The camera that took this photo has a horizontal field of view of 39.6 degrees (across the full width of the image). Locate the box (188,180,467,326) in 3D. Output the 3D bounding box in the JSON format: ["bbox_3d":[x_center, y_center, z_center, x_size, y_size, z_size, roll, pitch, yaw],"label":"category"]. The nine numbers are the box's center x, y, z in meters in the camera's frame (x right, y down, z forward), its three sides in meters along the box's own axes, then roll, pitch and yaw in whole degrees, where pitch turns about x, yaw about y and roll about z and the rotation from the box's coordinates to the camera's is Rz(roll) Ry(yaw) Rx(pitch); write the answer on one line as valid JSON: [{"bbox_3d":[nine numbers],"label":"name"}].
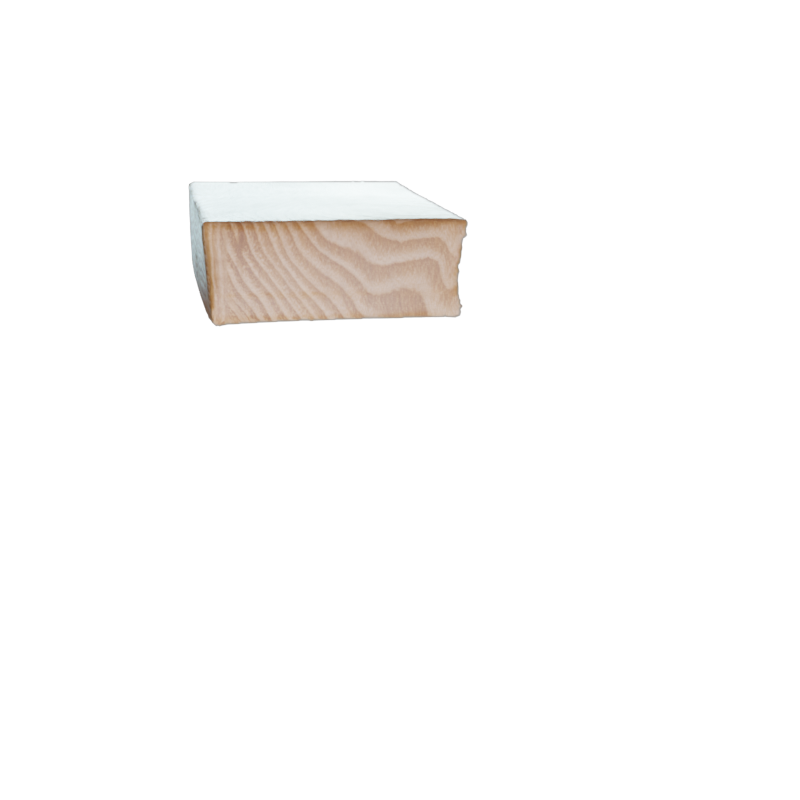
[{"bbox_3d":[-0.033,-0.060,0.420,0.089,0.037,0.119,-3,19,-11],"label":"box"}]
